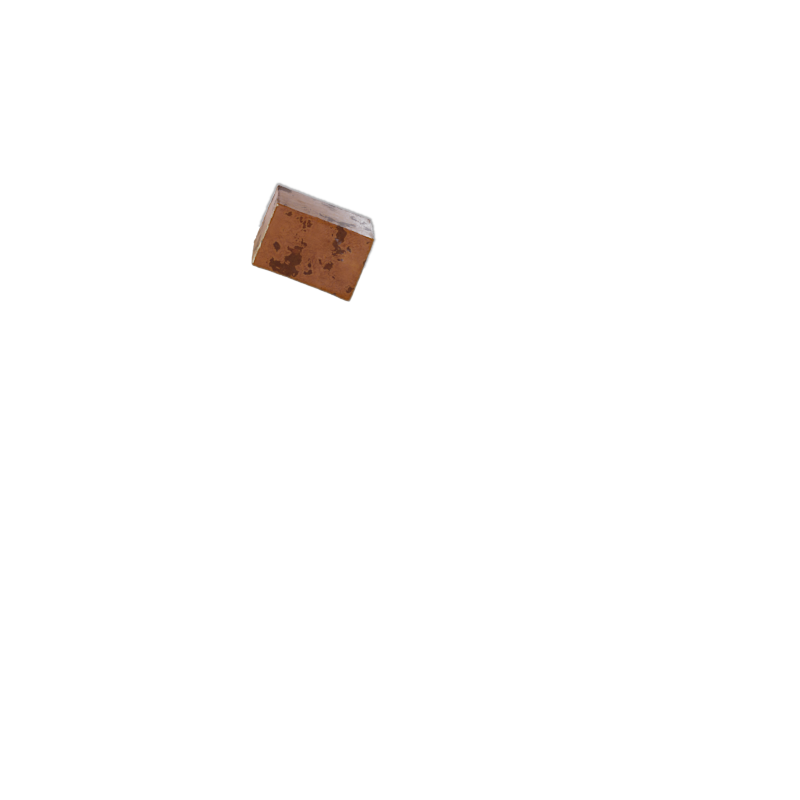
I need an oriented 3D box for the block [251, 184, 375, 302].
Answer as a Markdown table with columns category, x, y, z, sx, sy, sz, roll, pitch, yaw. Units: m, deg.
| category | x | y | z | sx | sy | sz | roll | pitch | yaw |
| --- | --- | --- | --- | --- | --- | --- | --- | --- | --- |
| block | -0.064 | -0.116 | 0.812 | 0.077 | 0.051 | 0.054 | 21 | 19 | -9 |
